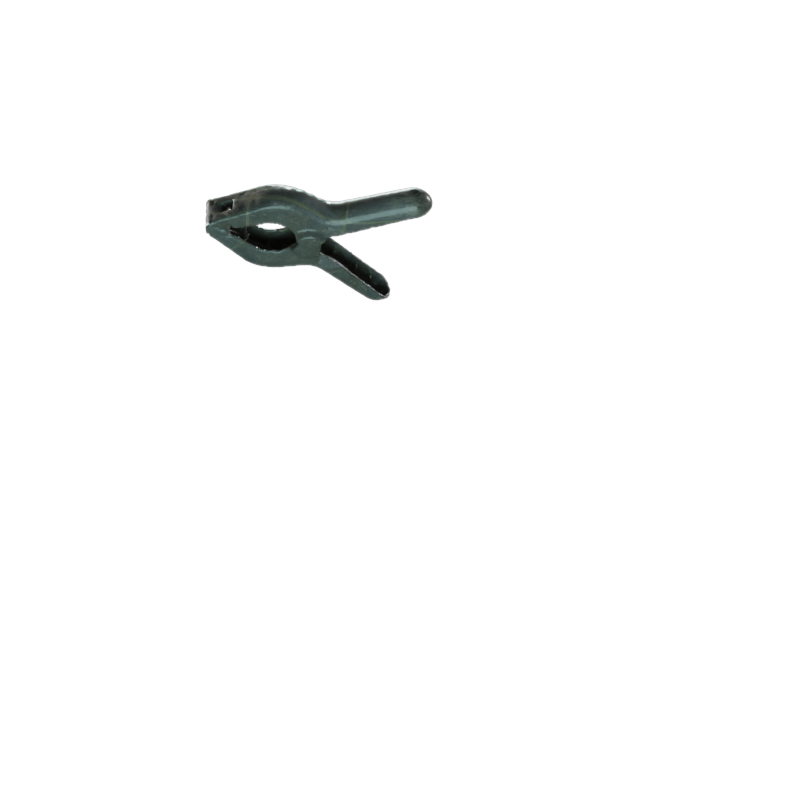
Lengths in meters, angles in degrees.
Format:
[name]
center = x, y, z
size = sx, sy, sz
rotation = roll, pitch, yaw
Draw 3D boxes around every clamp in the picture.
[clamp]
center = -0.068, -0.125, 0.872
size = 0.170, 0.113, 0.042
rotation = 5, 45, -5
